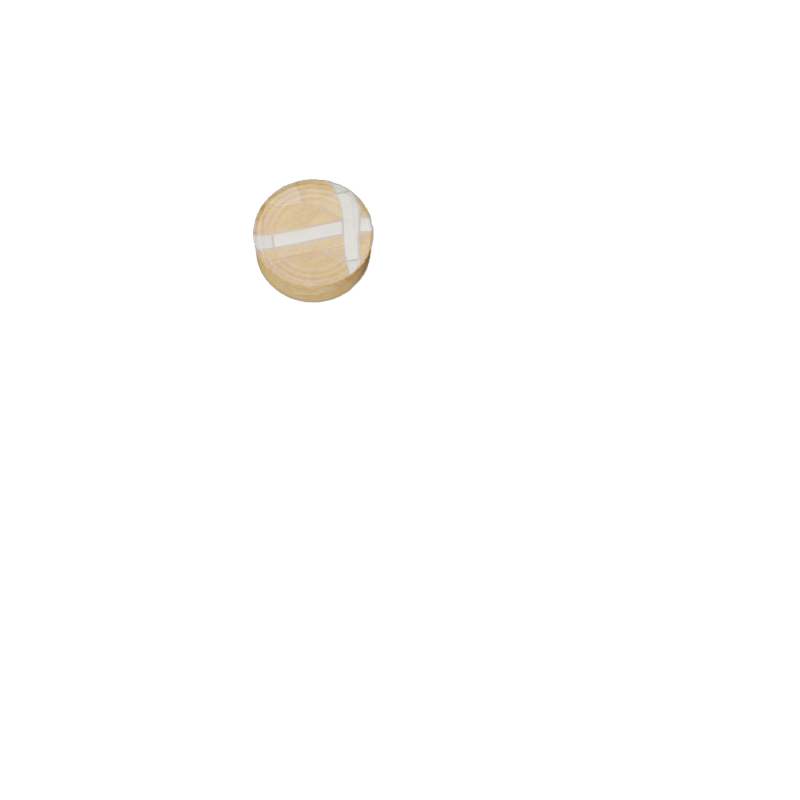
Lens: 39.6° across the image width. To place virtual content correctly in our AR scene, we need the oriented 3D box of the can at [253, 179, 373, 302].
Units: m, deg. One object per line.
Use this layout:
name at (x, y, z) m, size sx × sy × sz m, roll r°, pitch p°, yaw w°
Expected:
can at (-0.063, -0.115, 0.803) m, size 0.086 × 0.091 × 0.032 m, roll -1°, pitch -24°, yaw -1°
